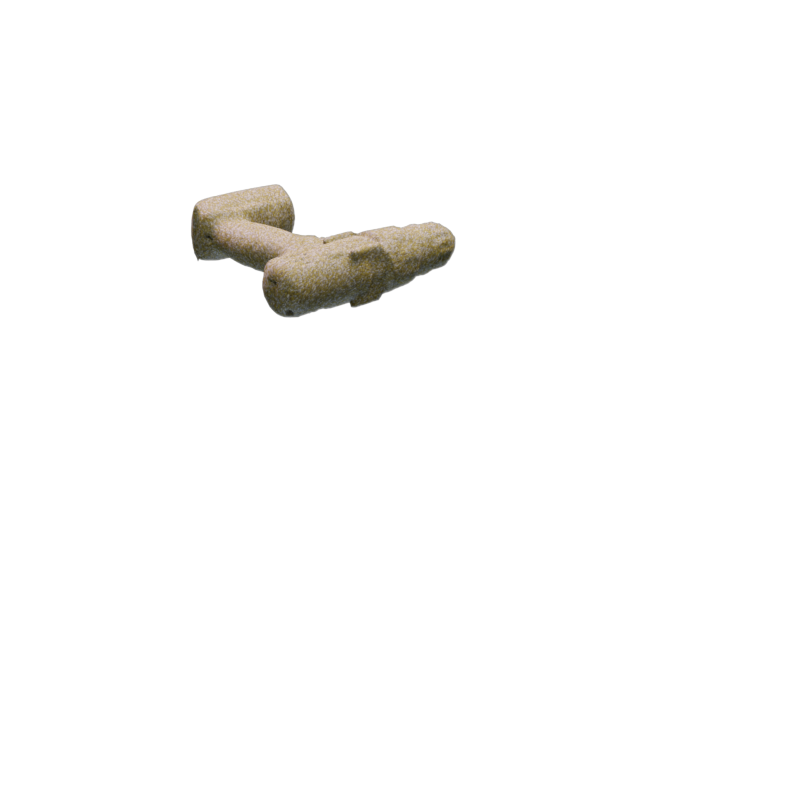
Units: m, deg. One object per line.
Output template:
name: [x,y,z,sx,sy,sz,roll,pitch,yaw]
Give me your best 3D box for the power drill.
power drill: [-0.073,-0.133,0.931,0.181,0.055,0.200,-19,30,-36]
